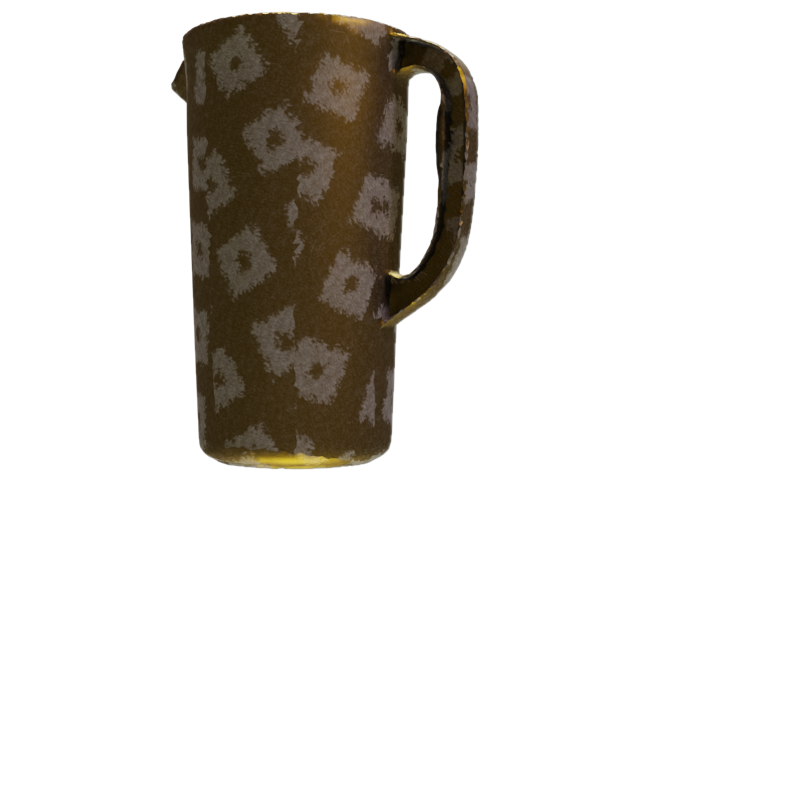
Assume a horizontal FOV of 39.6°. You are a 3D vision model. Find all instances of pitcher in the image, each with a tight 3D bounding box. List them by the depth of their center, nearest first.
[{"bbox_3d":[-0.049,-0.089,0.622,0.141,0.245,0.152,1,-2,-22],"label":"pitcher"}]
